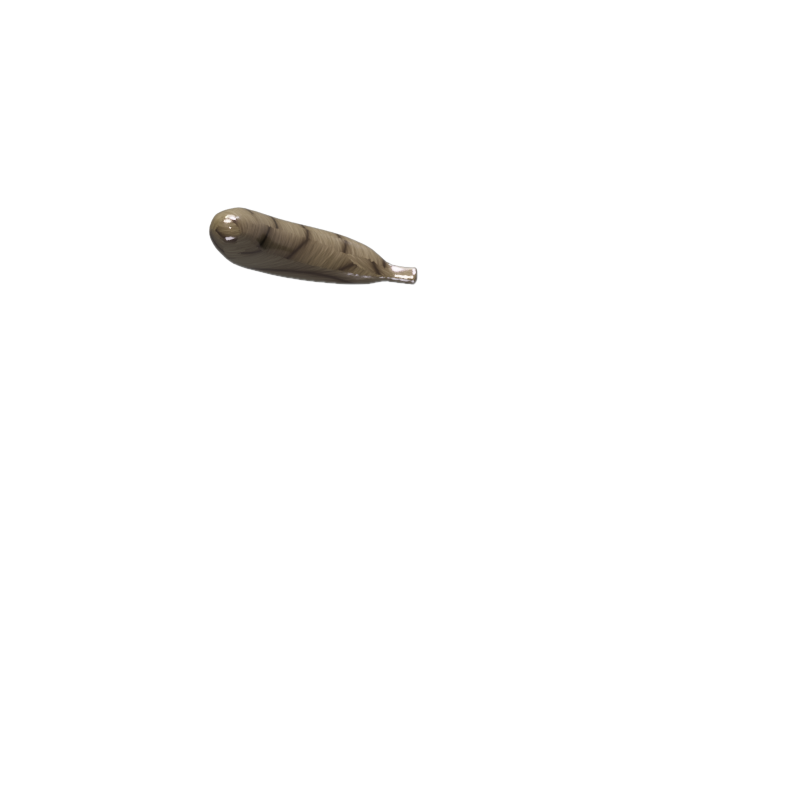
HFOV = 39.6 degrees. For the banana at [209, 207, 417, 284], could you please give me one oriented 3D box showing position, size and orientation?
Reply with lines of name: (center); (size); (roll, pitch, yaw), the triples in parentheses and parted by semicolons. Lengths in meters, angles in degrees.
banana: (-0.069, -0.102, 0.734); (0.072, 0.037, 0.188); (-3, -4, 37)
